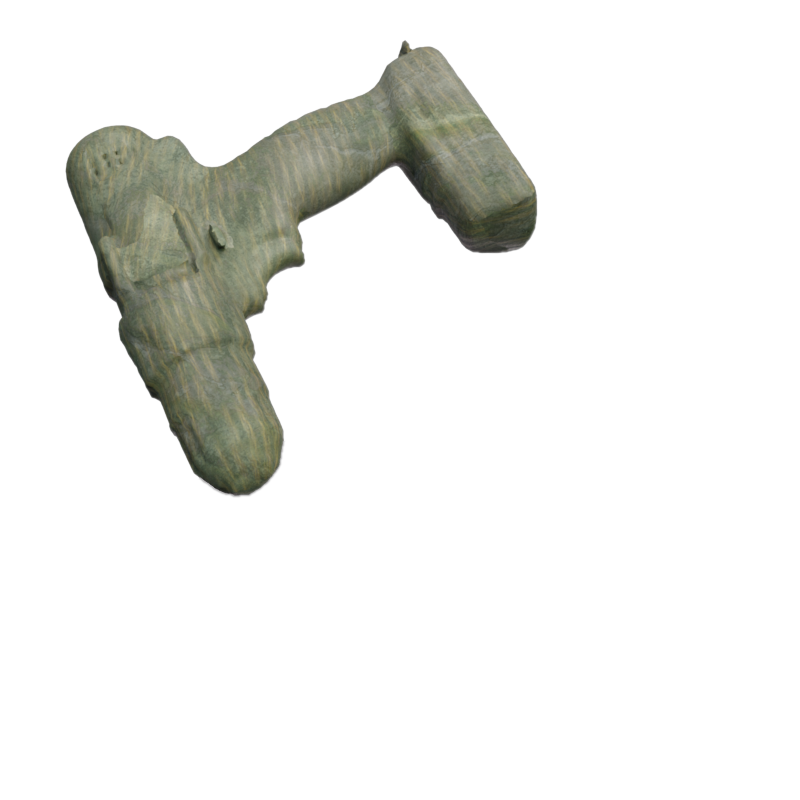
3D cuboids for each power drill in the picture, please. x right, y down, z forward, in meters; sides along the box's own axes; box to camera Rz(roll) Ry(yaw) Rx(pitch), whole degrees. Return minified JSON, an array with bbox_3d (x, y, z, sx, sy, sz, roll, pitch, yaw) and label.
[{"bbox_3d":[-0.038,-0.070,0.491,0.187,0.197,0.054,-23,-25,-12],"label":"power drill"}]
